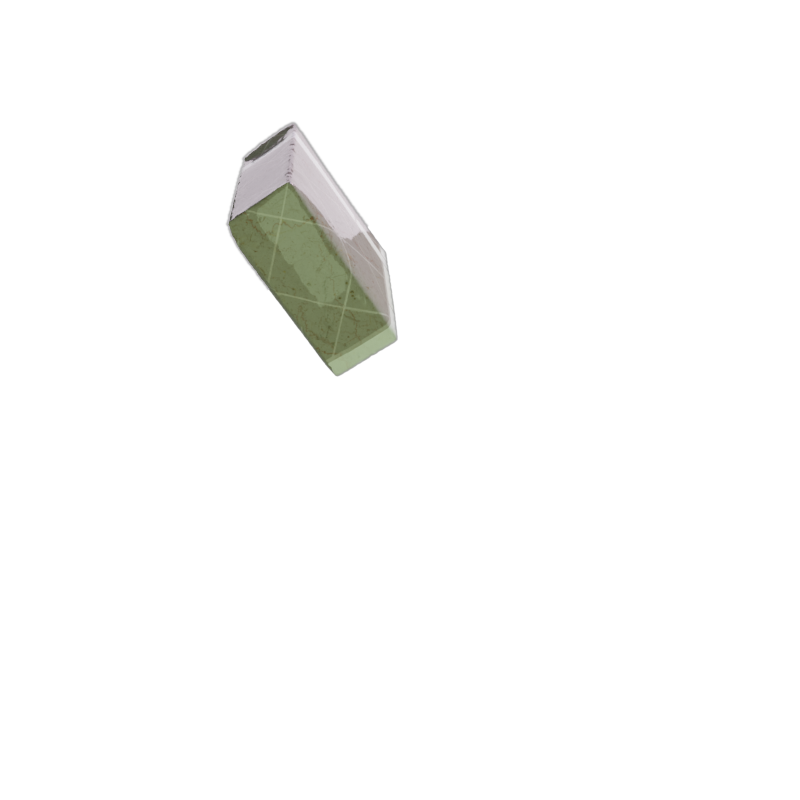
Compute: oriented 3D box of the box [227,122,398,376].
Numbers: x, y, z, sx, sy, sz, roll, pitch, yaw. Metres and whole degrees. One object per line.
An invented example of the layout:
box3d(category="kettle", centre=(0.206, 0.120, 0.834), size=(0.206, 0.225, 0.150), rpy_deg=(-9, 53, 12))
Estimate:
box3d(category="box", centre=(-0.077, -0.141, 0.989), size=(0.072, 0.157, 0.225), rpy_deg=(-32, 21, 11))
